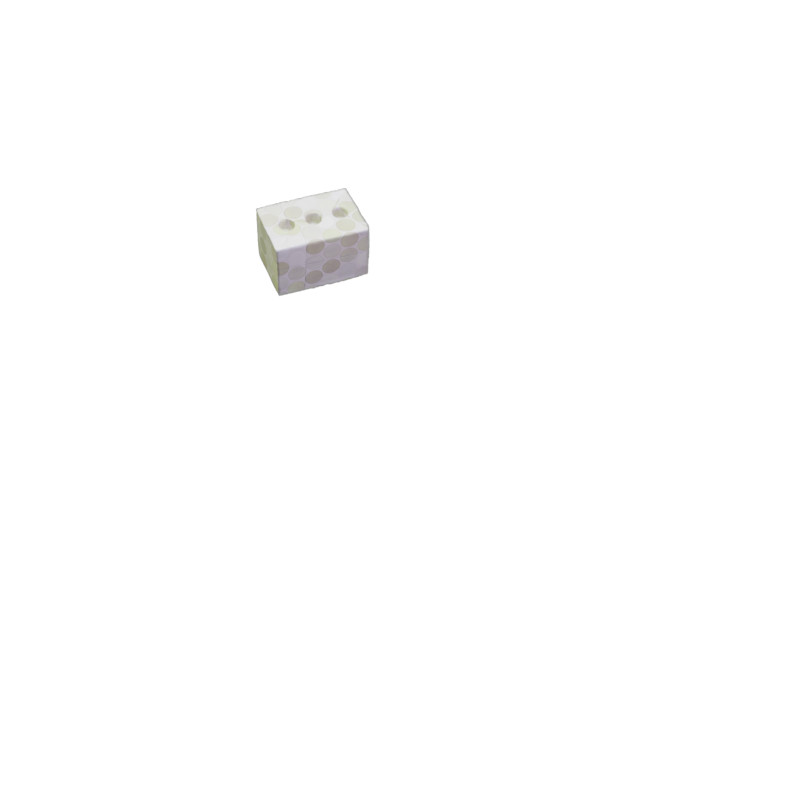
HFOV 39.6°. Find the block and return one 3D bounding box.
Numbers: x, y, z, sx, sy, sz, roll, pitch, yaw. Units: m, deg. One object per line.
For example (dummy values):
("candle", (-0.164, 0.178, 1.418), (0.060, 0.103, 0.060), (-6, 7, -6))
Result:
("block", (-0.068, -0.124, 0.870), (0.077, 0.048, 0.057), (-16, 49, -15))
